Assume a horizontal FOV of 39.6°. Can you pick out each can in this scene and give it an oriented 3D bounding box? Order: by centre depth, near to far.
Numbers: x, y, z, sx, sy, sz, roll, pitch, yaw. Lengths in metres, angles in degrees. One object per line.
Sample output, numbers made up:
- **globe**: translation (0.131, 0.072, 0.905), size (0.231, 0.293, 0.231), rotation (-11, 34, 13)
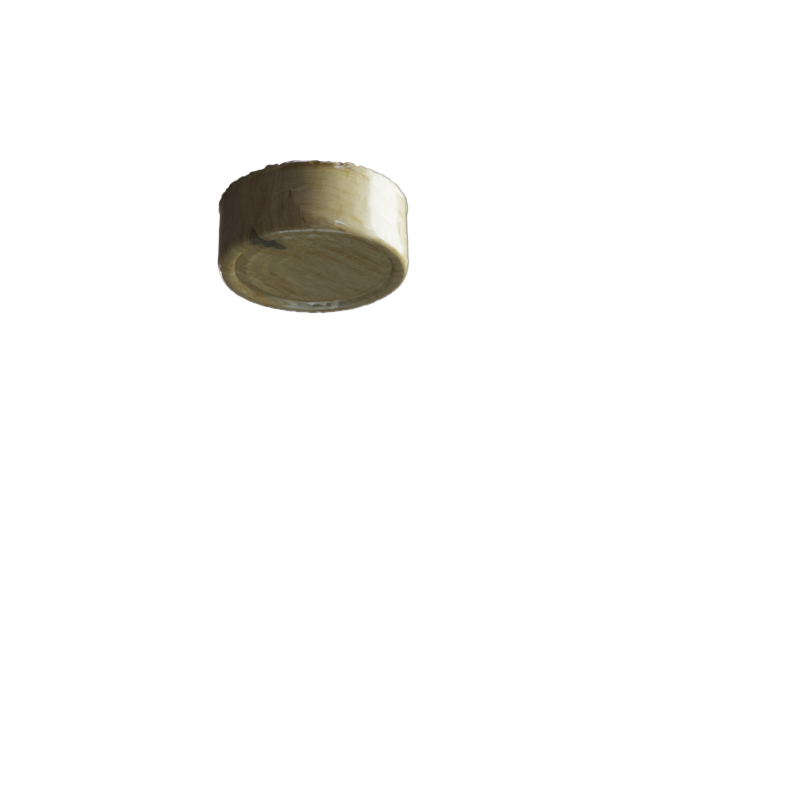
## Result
- **can**: translation (-0.039, -0.071, 0.494), size (0.086, 0.035, 0.081), rotation (0, -22, -2)
